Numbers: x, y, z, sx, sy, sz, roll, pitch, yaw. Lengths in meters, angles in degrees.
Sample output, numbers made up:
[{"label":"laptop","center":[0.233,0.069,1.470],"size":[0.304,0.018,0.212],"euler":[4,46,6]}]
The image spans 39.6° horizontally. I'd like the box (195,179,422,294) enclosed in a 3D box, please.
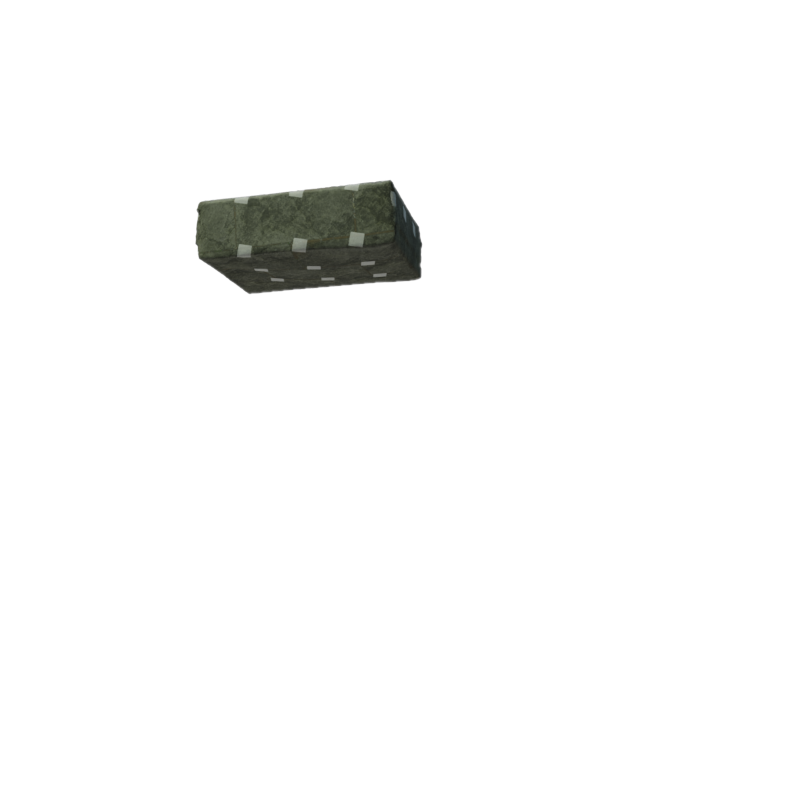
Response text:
[{"label":"box","center":[-0.050,-0.091,0.637],"size":[0.115,0.040,0.086],"euler":[-2,-8,13]}]
